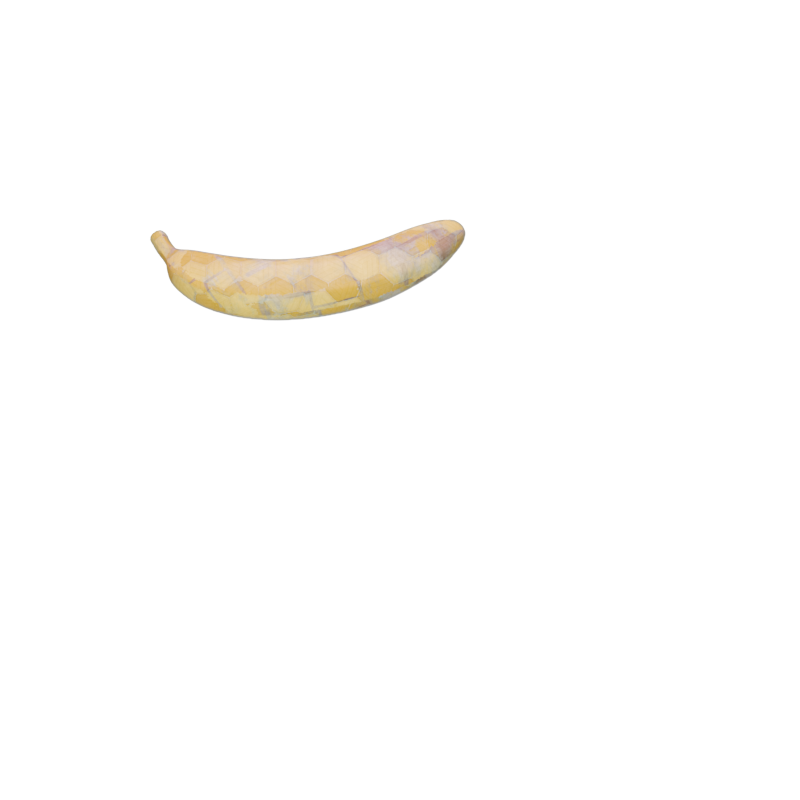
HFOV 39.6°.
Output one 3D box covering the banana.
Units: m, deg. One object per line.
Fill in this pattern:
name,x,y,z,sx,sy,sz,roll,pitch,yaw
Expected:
banana,-0.057,-0.081,0.676,0.197,0.074,0.035,-1,-28,-1
